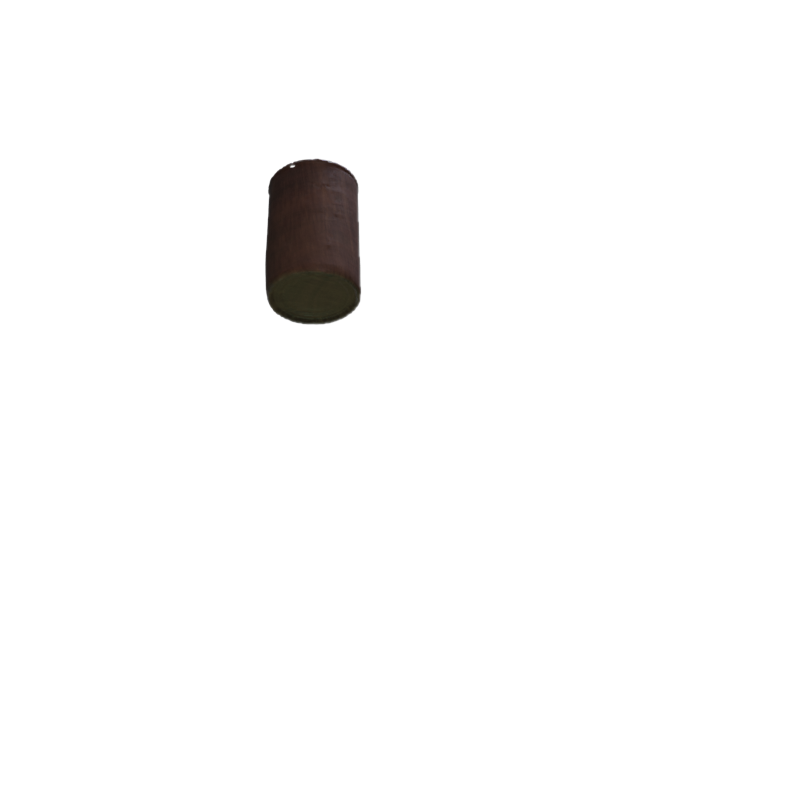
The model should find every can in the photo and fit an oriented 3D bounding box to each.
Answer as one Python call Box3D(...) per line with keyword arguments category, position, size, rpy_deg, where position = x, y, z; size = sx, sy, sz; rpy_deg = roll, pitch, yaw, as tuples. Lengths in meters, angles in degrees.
Box3D(category="can", position=(-0.063, -0.114, 0.802), size=(0.068, 0.109, 0.064), rpy_deg=(-1, -35, -2))
